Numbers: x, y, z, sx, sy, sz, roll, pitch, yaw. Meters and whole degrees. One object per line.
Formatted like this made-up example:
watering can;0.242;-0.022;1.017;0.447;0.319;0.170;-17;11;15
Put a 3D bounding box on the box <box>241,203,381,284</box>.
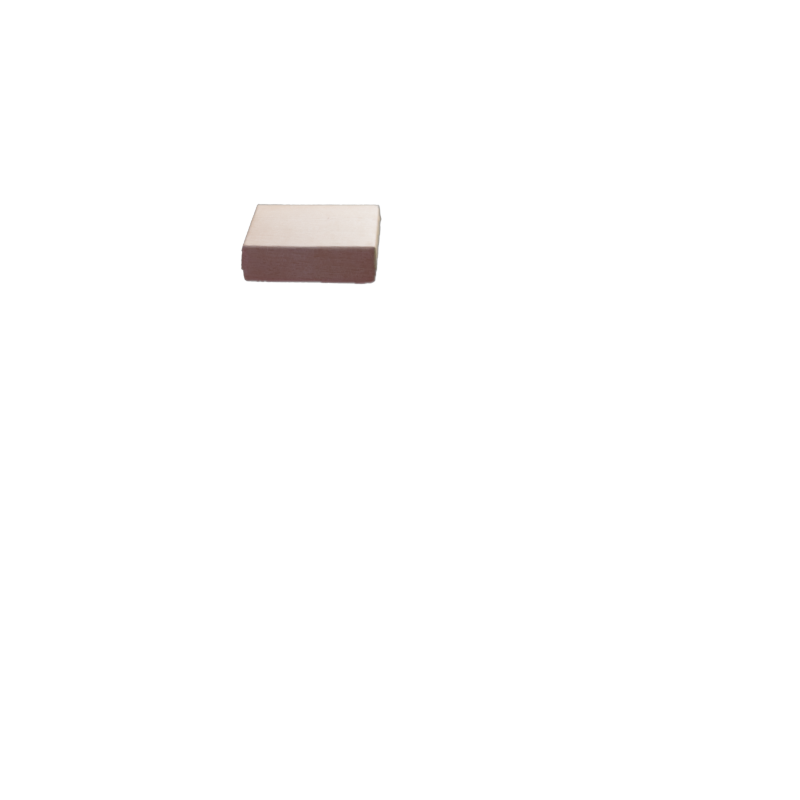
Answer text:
box;-0.074;-0.136;0.950;0.114;0.037;0.095;2;32;3
